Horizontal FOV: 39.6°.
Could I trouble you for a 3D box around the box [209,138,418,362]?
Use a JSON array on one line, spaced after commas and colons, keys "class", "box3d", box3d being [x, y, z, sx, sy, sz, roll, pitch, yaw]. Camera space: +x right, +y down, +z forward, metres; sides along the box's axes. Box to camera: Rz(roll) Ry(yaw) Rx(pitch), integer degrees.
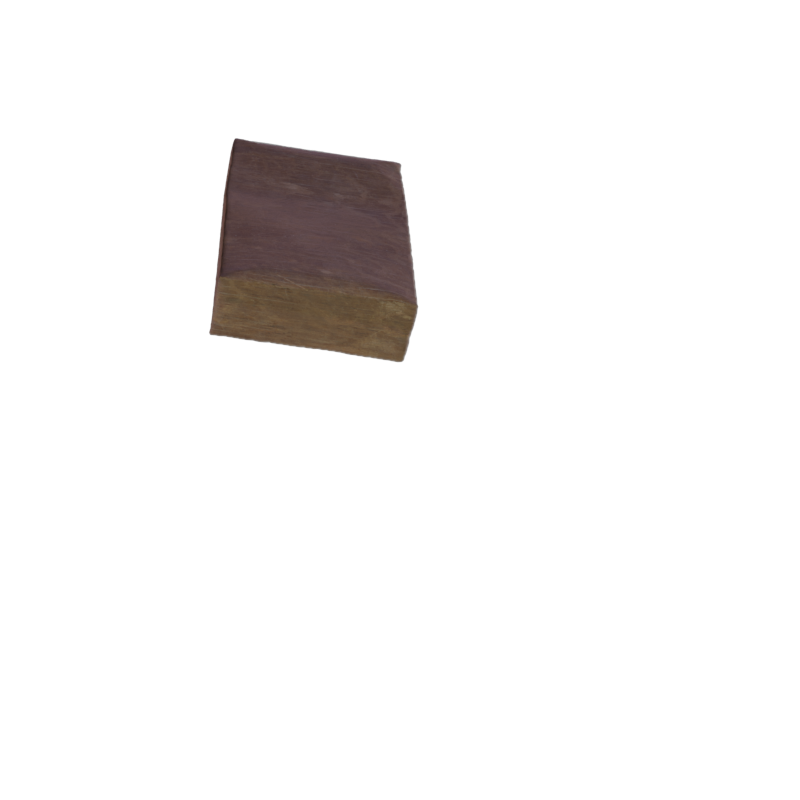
[{"class": "box", "box3d": [-0.076, -0.138, 0.967, 0.162, 0.068, 0.229, 7, 41, -9]}]
